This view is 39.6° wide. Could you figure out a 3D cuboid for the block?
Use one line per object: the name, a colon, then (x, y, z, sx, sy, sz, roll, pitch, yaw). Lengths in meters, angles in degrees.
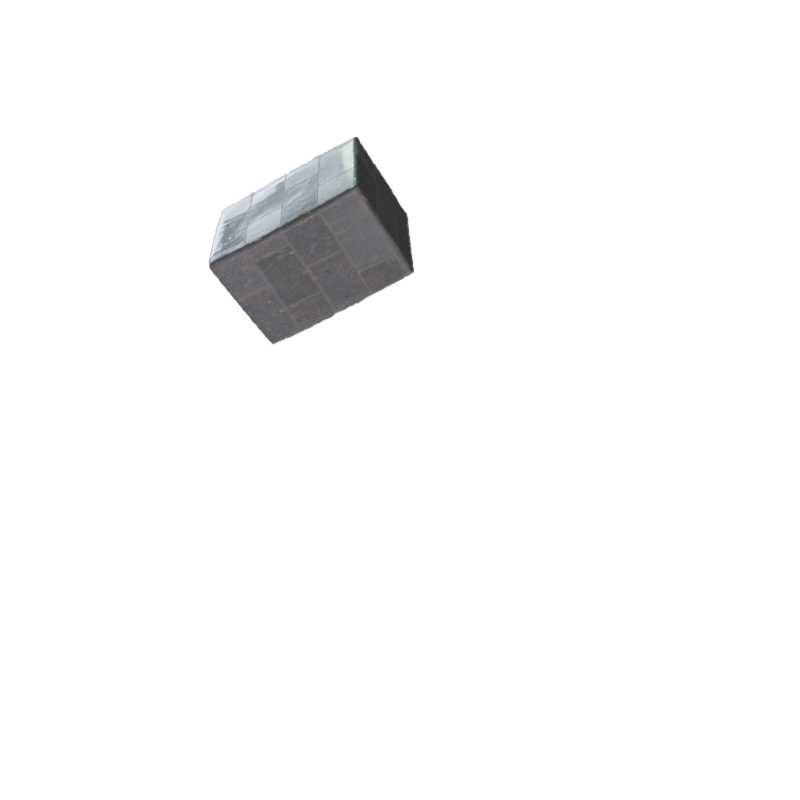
block: (-0.040, -0.073, 0.509, 0.078, 0.049, 0.055, -26, 31, 15)
